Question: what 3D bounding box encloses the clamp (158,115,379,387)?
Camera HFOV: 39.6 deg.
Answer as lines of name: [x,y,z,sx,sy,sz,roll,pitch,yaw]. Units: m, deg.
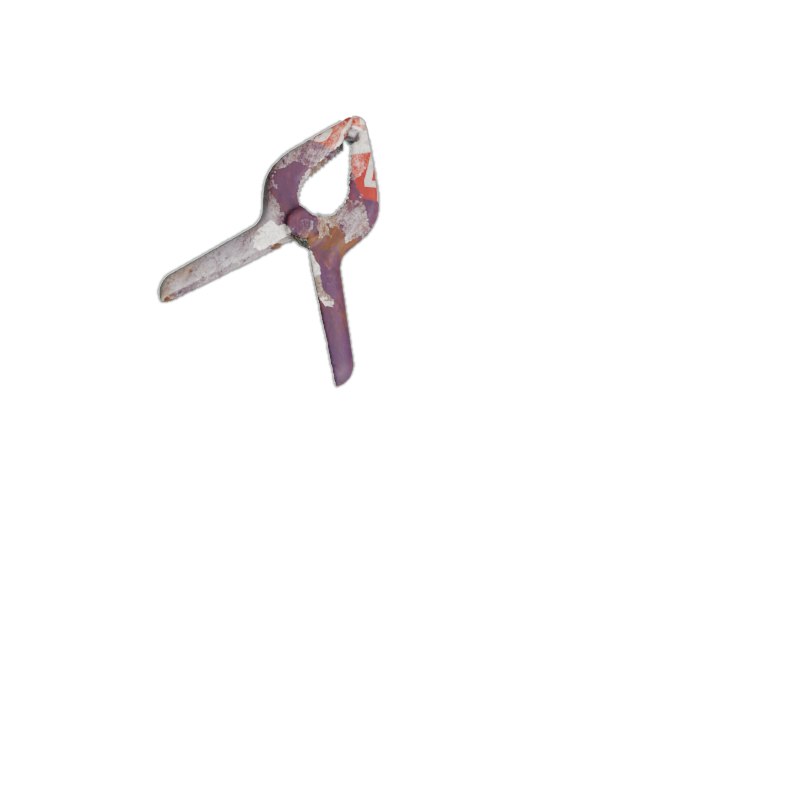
clamp: [-0.069,-0.125,0.878,0.167,0.213,0.035,31,-11,7]
